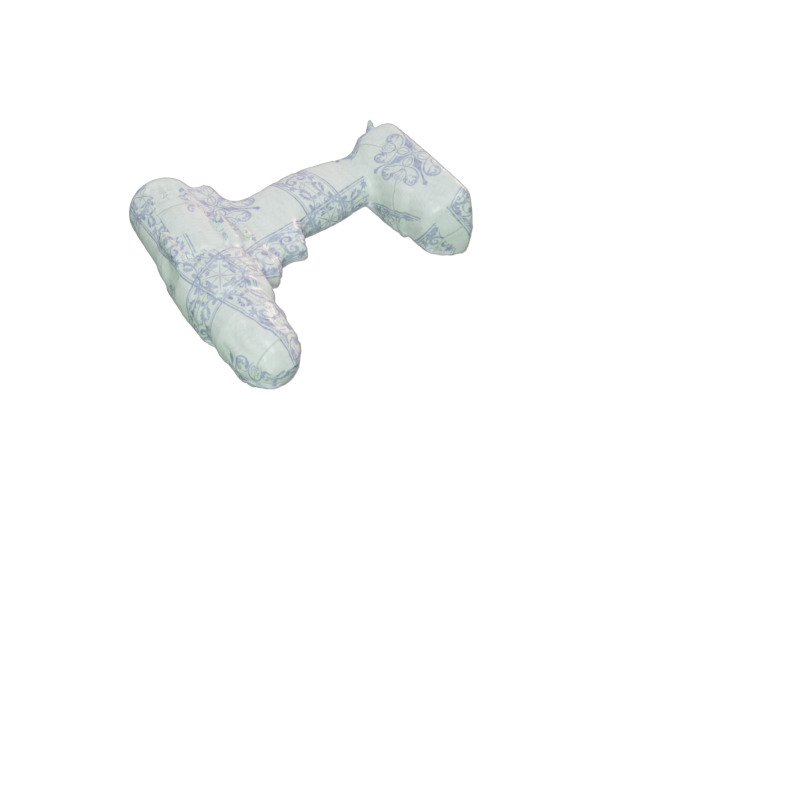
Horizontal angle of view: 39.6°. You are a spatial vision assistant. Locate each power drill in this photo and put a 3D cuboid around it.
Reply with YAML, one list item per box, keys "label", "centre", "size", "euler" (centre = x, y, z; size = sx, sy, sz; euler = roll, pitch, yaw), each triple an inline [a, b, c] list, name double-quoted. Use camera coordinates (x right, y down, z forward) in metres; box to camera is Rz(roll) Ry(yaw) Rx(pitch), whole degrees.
- label: "power drill"
  centre: [-0.053, -0.096, 0.674]
  size: [0.186, 0.053, 0.199]
  euler: [-21, 48, -21]
